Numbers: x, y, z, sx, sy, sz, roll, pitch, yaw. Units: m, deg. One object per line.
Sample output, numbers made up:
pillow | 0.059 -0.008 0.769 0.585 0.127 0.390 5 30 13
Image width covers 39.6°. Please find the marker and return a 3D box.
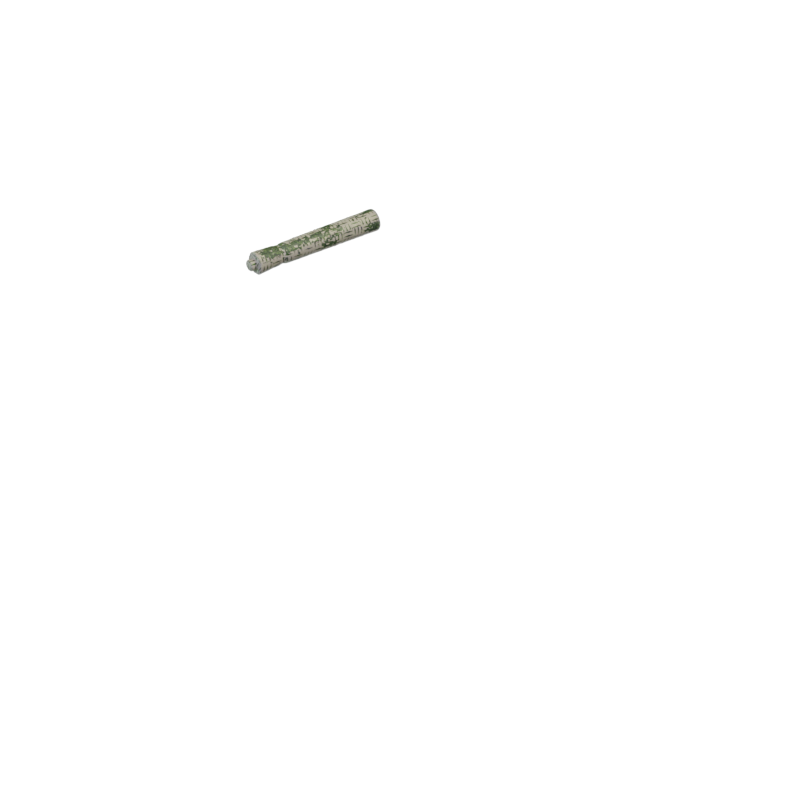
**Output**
marker | -0.070 -0.127 0.891 0.120 0.019 0.020 -25 16 -27
